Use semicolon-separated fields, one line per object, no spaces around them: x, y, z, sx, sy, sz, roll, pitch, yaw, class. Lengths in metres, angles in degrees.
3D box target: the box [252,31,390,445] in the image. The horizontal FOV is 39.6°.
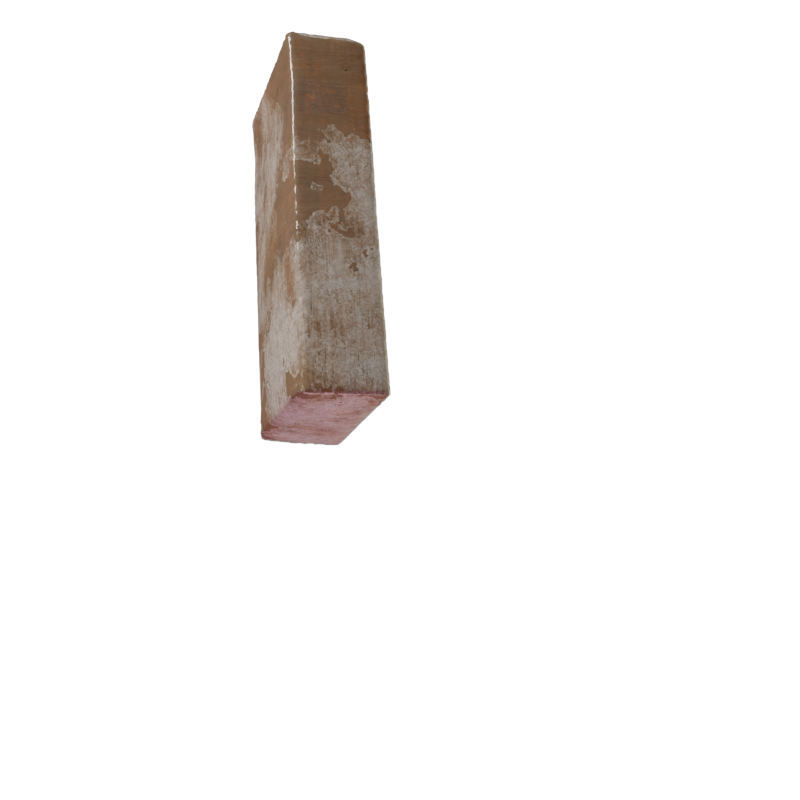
-0.041;-0.075;0.528;0.047;0.185;0.091;5;-22;-16;box
